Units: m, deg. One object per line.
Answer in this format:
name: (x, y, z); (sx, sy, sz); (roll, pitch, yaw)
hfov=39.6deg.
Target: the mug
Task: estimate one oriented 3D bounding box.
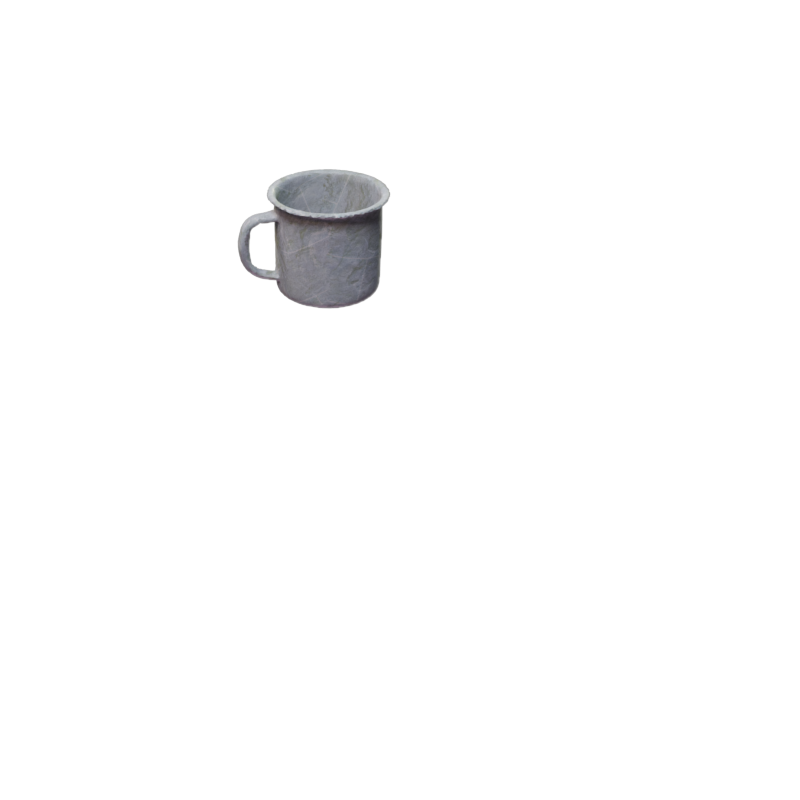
mug: (-0.066, -0.121, 0.849); (0.115, 0.077, 0.100); (-10, 31, -18)
